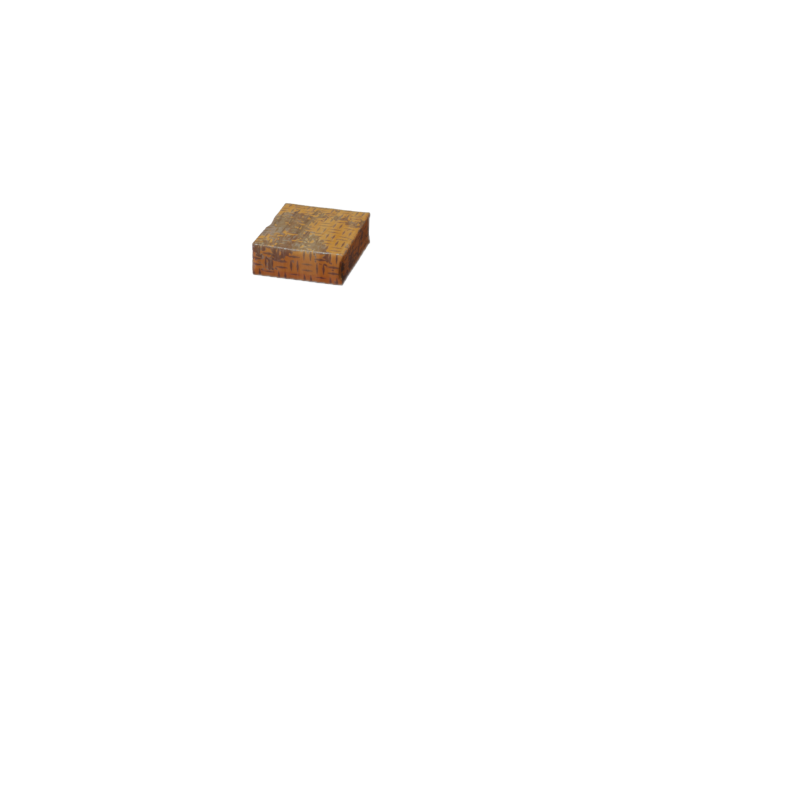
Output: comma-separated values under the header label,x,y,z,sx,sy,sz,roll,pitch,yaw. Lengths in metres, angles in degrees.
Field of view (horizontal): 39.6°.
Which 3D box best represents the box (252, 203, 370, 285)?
label,x,y,z,sx,sy,sz,roll,pitch,yaw
box,-0.068,-0.125,0.875,0.075,0.028,0.093,8,31,12
